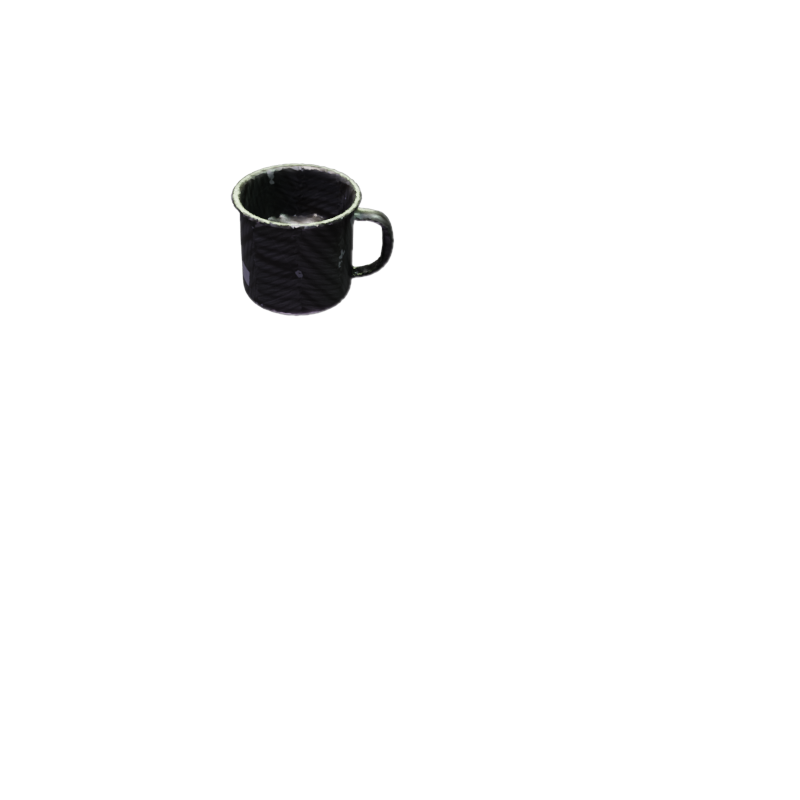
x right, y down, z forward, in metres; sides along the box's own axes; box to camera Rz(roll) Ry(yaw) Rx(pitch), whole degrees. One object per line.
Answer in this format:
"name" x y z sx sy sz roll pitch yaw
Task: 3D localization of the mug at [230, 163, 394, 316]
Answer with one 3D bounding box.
"mug" -0.063 -0.115 0.809 0.117 0.076 0.099 0 36 -1
